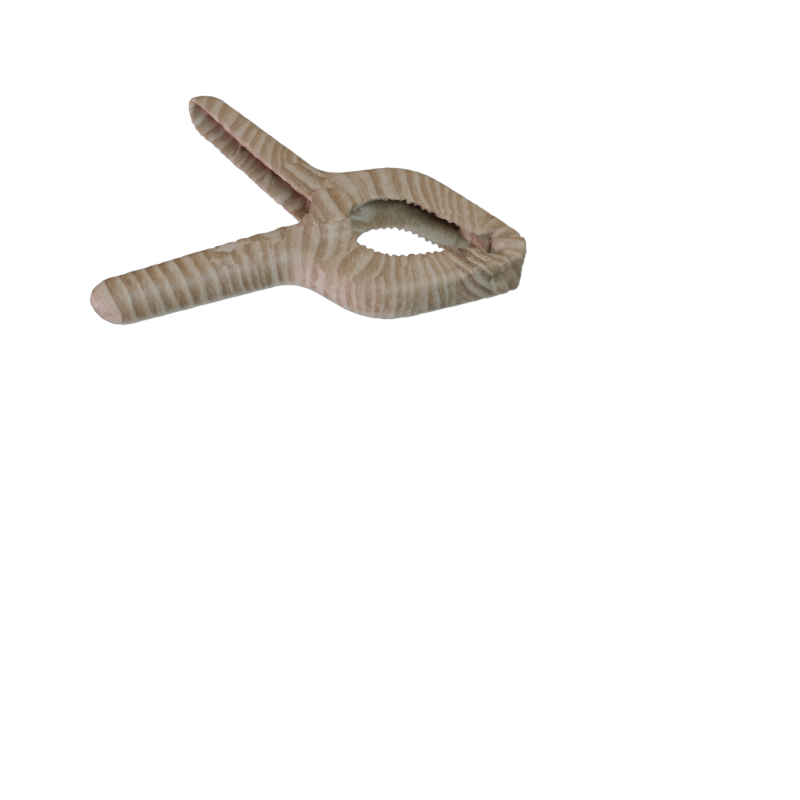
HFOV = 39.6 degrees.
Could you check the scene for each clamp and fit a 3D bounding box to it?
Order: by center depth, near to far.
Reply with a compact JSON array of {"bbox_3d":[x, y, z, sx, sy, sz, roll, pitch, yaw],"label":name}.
[{"bbox_3d":[-0.045,-0.081,0.570,0.215,0.172,0.034,16,-38,12],"label":"clamp"}]
